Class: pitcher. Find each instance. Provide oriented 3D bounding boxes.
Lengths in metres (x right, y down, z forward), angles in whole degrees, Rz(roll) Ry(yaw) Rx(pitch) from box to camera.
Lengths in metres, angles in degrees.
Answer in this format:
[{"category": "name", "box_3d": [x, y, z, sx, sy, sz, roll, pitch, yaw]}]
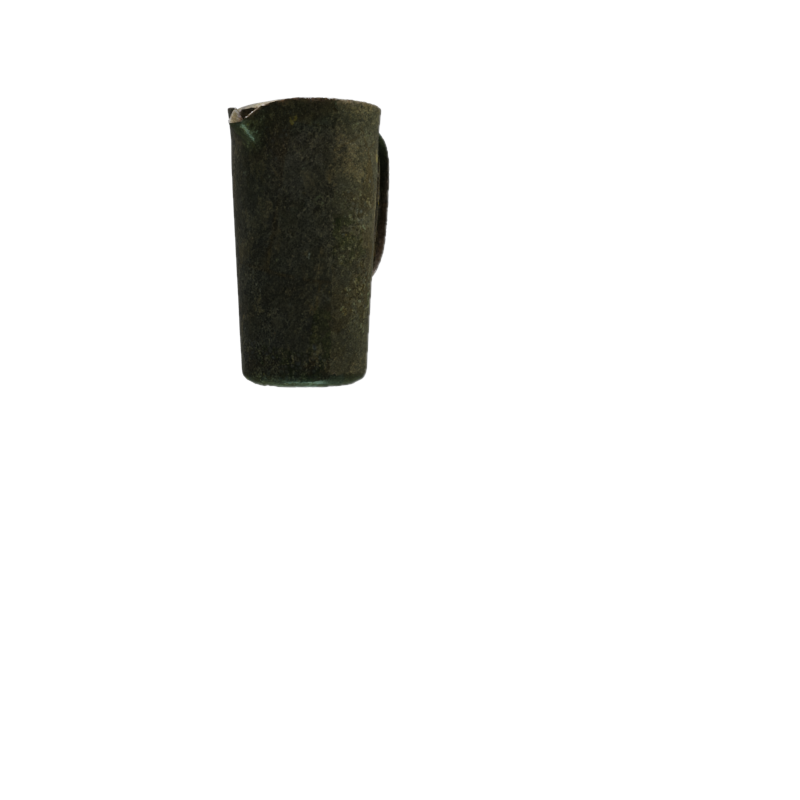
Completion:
[{"category": "pitcher", "box_3d": [-0.076, -0.138, 0.965, 0.148, 0.244, 0.146, 0, 1, -6]}]
